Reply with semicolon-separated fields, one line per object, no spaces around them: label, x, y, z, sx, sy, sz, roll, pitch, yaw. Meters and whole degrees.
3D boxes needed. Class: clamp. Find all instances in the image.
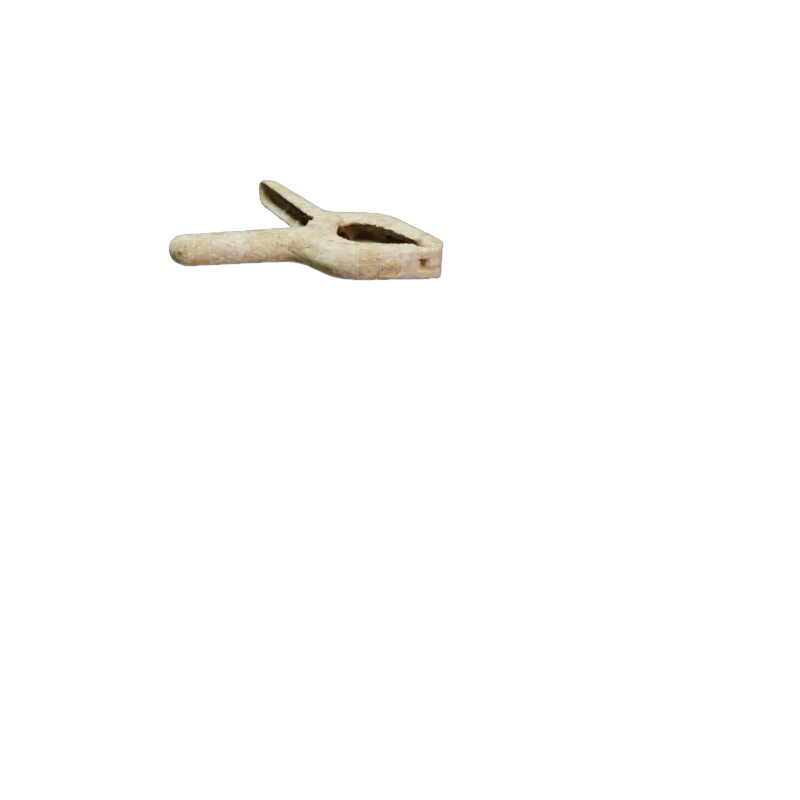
clamp;-0.070;-0.128;0.899;0.220;0.034;0.166;17;34;26
